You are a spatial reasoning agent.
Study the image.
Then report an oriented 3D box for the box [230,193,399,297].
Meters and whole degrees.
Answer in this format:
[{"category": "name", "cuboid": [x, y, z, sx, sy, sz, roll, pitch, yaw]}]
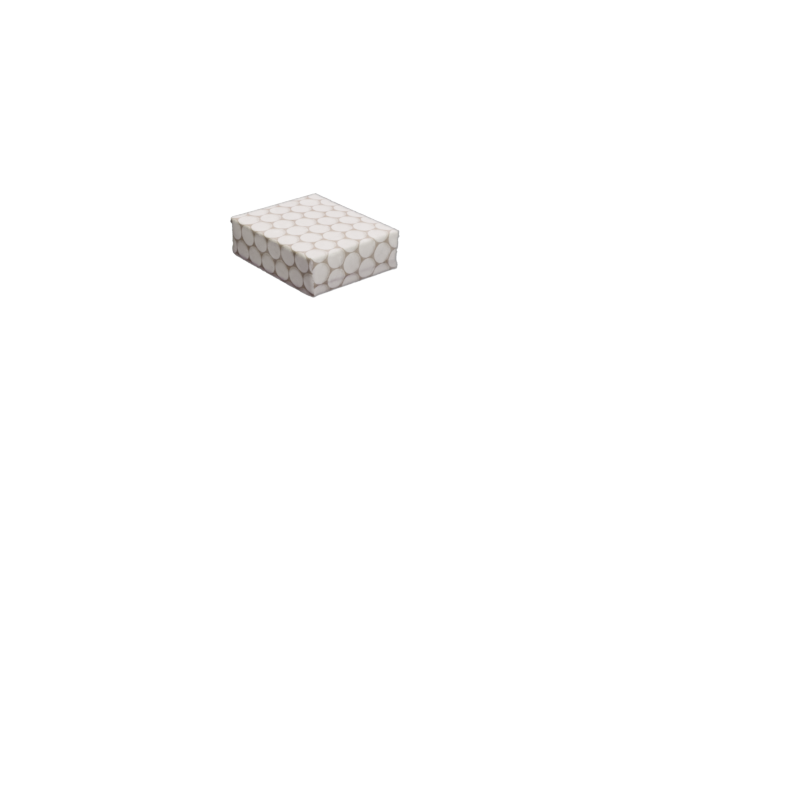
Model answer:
[{"category": "box", "cuboid": [-0.071, -0.128, 0.900, 0.089, 0.037, 0.122, -23, 38, -33]}]
